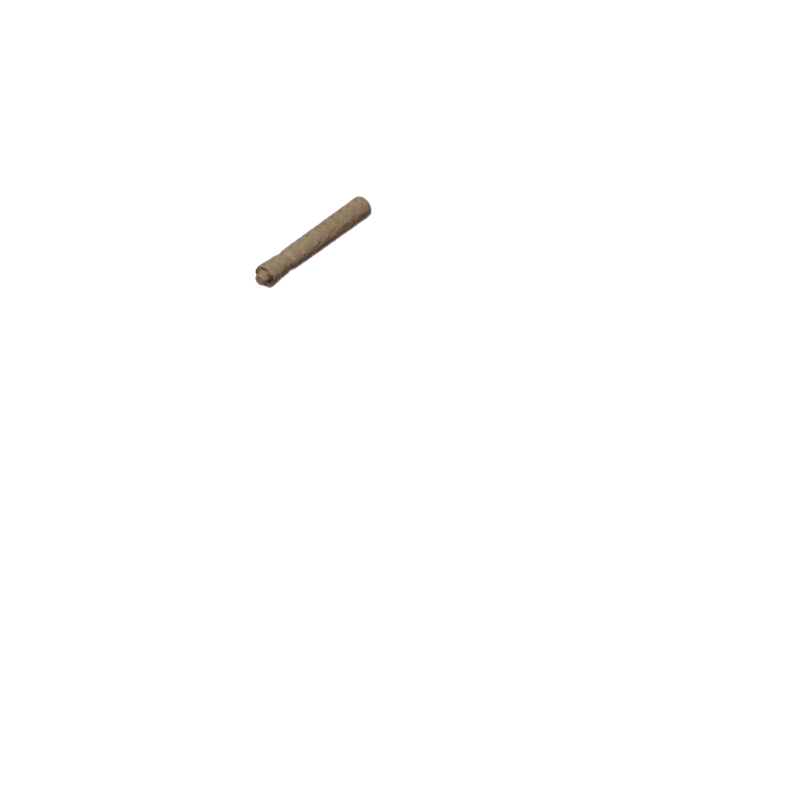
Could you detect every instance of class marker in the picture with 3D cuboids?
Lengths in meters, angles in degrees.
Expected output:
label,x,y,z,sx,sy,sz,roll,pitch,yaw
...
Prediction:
label,x,y,z,sx,sy,sz,roll,pitch,yaw
marker,-0.066,-0.120,0.842,0.021,0.019,0.122,3,35,44
